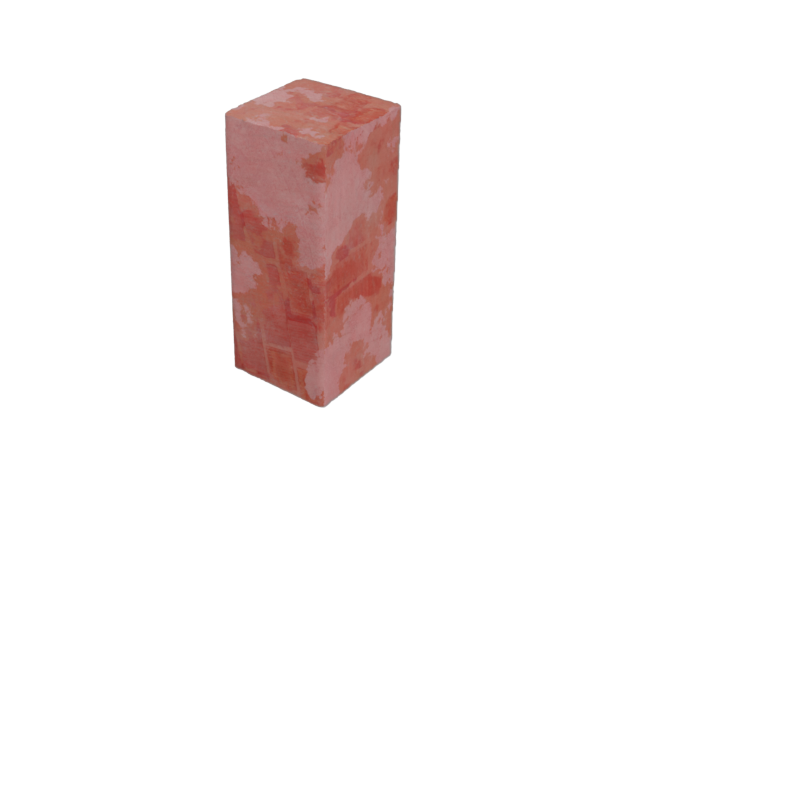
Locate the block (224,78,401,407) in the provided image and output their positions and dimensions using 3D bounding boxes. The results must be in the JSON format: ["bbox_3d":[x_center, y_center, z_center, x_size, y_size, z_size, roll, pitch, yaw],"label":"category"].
[{"bbox_3d":[-0.063,-0.114,0.799,0.095,0.194,0.091,22,37,29],"label":"block"}]
